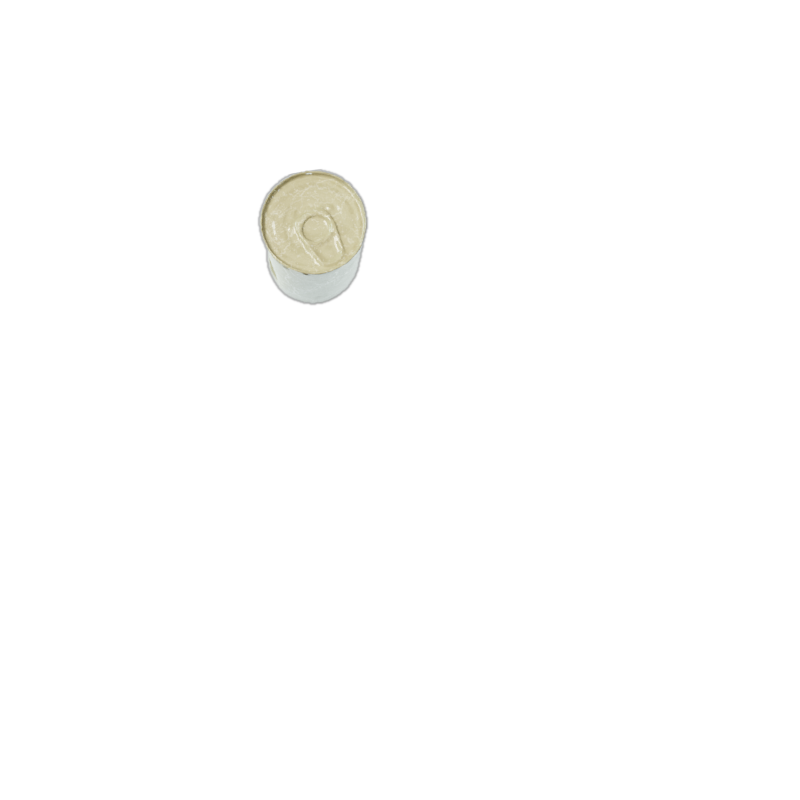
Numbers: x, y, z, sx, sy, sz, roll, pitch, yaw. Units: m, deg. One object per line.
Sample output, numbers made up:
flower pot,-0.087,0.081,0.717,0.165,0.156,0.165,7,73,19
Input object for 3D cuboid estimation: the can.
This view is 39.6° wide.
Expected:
can,-0.058,-0.107,0.746,0.068,0.071,0.100,0,-9,-3
